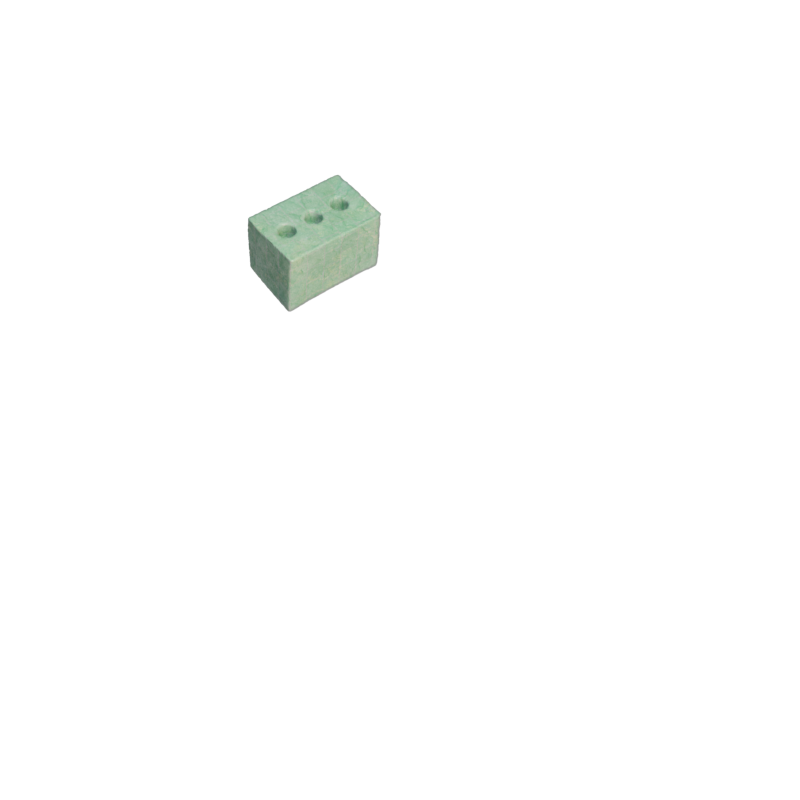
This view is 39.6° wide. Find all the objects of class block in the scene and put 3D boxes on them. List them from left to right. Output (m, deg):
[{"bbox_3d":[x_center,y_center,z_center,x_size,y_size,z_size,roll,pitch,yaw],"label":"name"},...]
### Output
[{"bbox_3d":[-0.060,-0.110,0.767,0.078,0.048,0.056,-31,58,-24],"label":"block"}]
